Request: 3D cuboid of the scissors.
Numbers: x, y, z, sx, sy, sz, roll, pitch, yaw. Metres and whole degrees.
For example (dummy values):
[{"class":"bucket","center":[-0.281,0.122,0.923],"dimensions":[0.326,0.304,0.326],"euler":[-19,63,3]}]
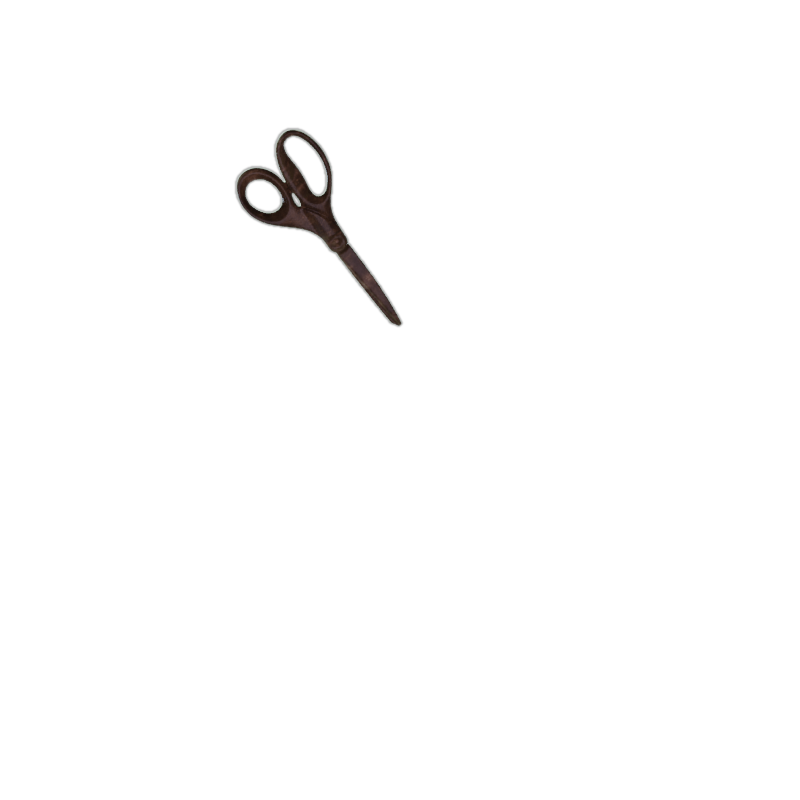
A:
[{"class":"scissors","center":[-0.078,-0.141,0.991],"dimensions":[0.096,0.196,0.016],"euler":[-21,10,4]}]
